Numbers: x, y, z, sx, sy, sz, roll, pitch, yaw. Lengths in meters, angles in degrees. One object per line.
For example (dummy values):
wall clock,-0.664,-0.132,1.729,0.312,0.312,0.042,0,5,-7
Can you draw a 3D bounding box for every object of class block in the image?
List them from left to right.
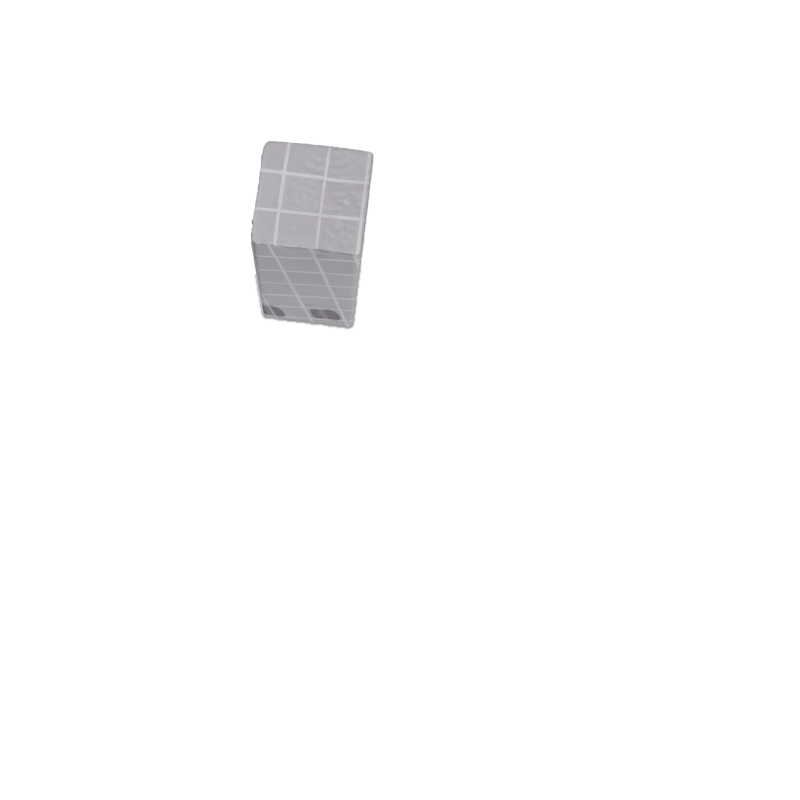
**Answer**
block,-0.076,-0.138,0.966,0.090,0.094,0.199,7,-14,-2
